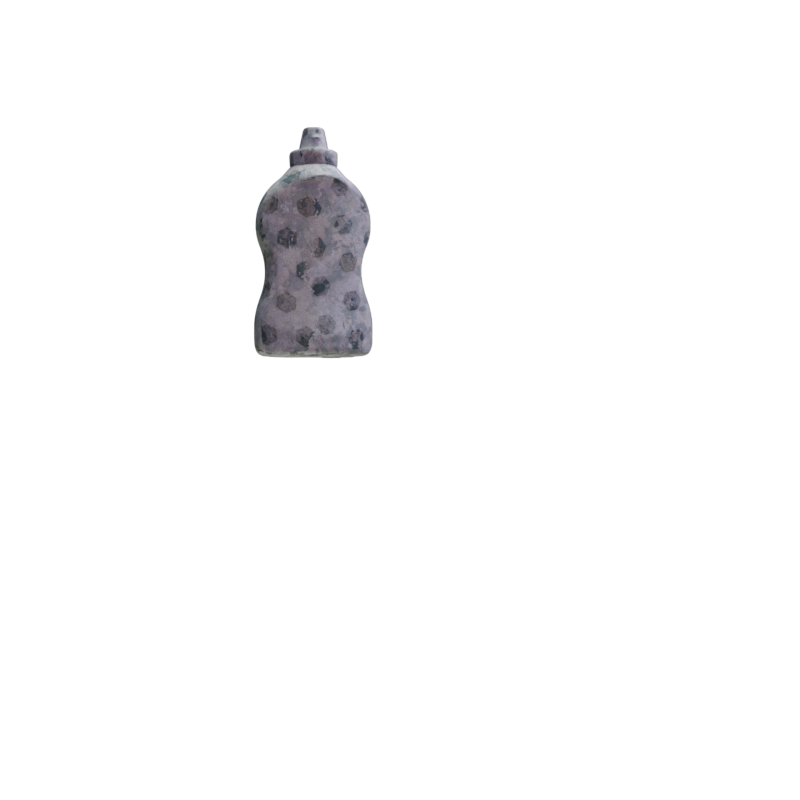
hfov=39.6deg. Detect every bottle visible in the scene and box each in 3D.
[{"bbox_3d":[-0.072,-0.132,0.924,0.094,0.195,0.058,1,-7,-15],"label":"bottle"}]
